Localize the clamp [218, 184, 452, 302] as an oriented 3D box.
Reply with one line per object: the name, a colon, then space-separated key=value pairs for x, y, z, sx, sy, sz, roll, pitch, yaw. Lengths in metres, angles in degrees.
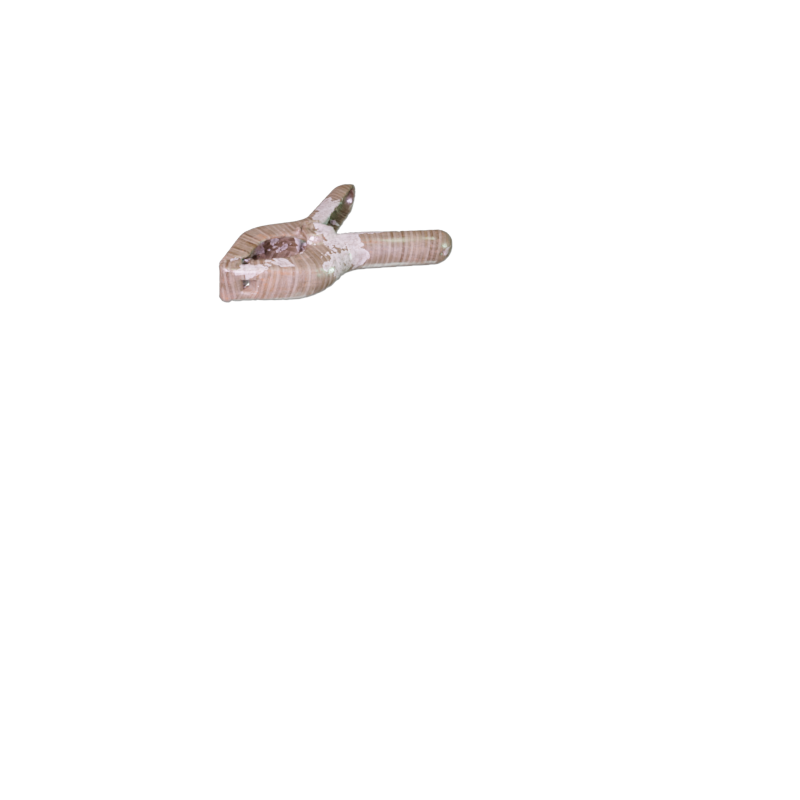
clamp: x=-0.062 y=-0.114 z=0.798 sx=0.168 sy=0.037 sz=0.129 roll=-16 pitch=32 yaw=-28
